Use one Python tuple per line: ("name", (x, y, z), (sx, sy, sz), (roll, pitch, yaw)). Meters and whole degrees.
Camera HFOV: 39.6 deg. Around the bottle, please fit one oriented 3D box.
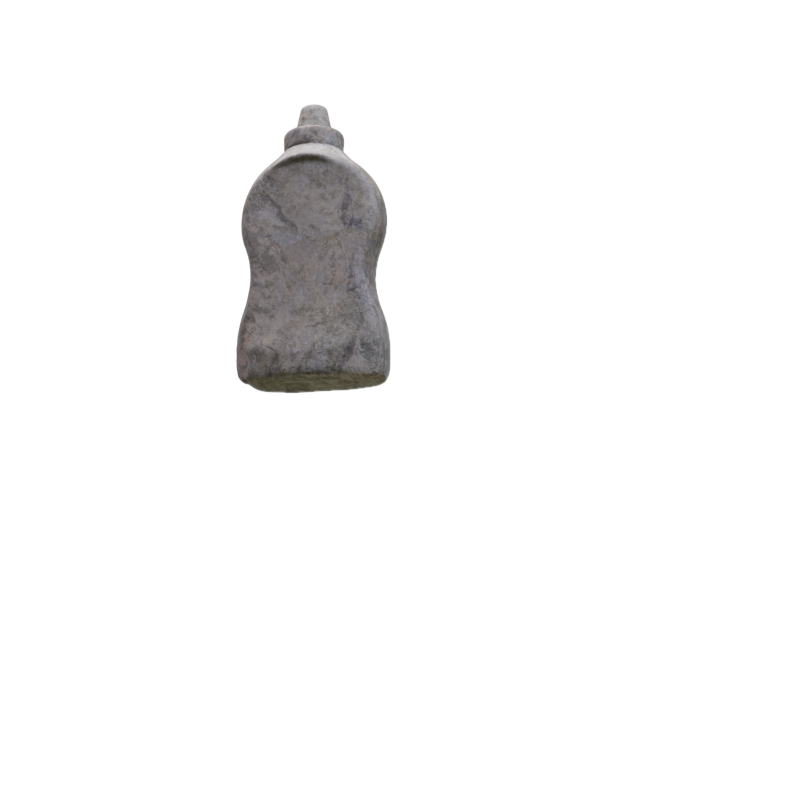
("bottle", (-0.057, -0.104, 0.730), (0.098, 0.200, 0.055), (-6, -17, 16))
